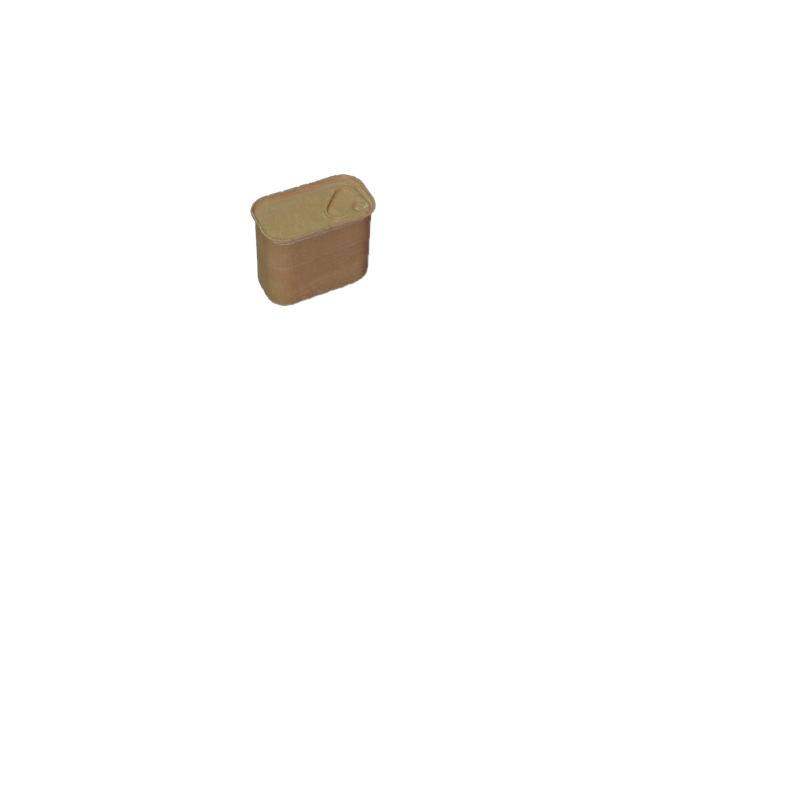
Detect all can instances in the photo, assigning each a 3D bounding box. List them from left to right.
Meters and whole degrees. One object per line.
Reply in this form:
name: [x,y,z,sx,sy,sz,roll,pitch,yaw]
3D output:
can: [-0.074,-0.135,0.948,0.101,0.062,0.078,-20,-37,-18]
